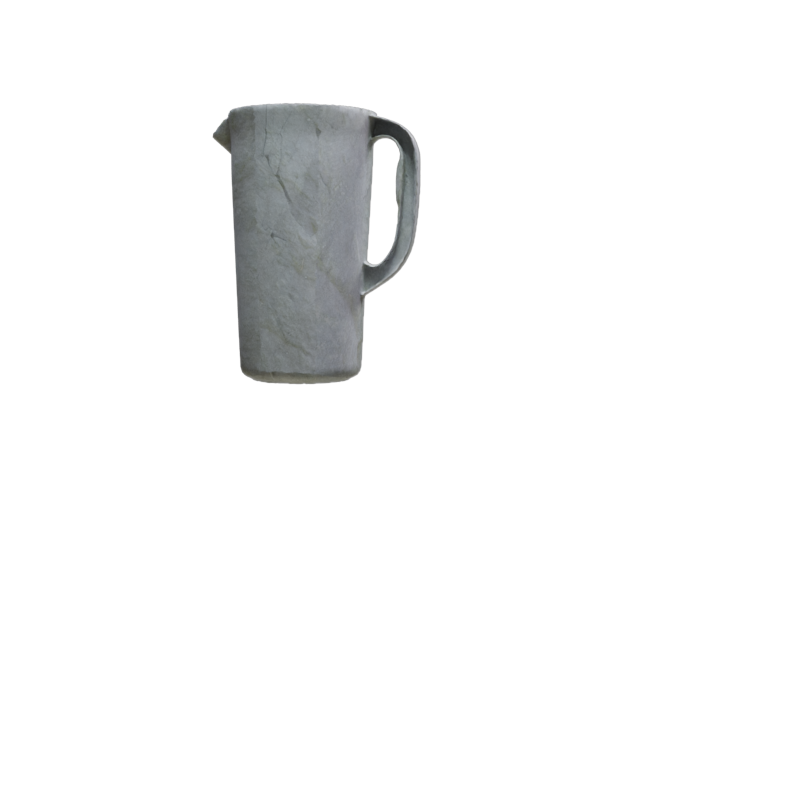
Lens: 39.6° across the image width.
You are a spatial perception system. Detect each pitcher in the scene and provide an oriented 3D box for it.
[{"bbox_3d":[-0.077,-0.140,0.982,0.140,0.243,0.155,-1,2,-34],"label":"pitcher"}]
